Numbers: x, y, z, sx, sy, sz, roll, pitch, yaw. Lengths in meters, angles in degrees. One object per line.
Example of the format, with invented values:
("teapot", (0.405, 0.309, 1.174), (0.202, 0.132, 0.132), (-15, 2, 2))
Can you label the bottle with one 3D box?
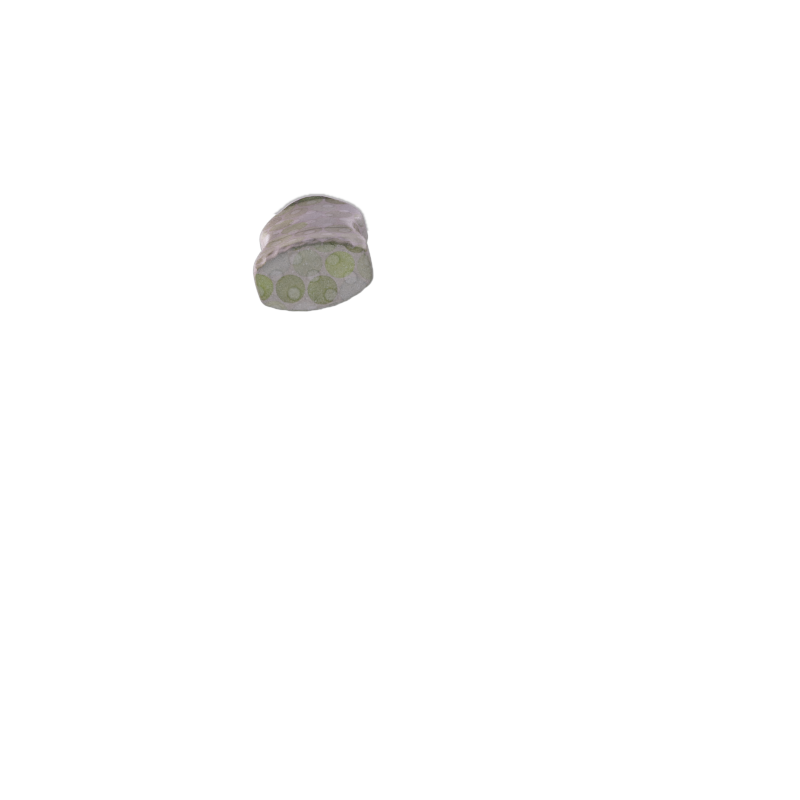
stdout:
("bottle", (-0.076, -0.139, 0.976), (0.096, 0.055, 0.202), (-14, 25, 3))
